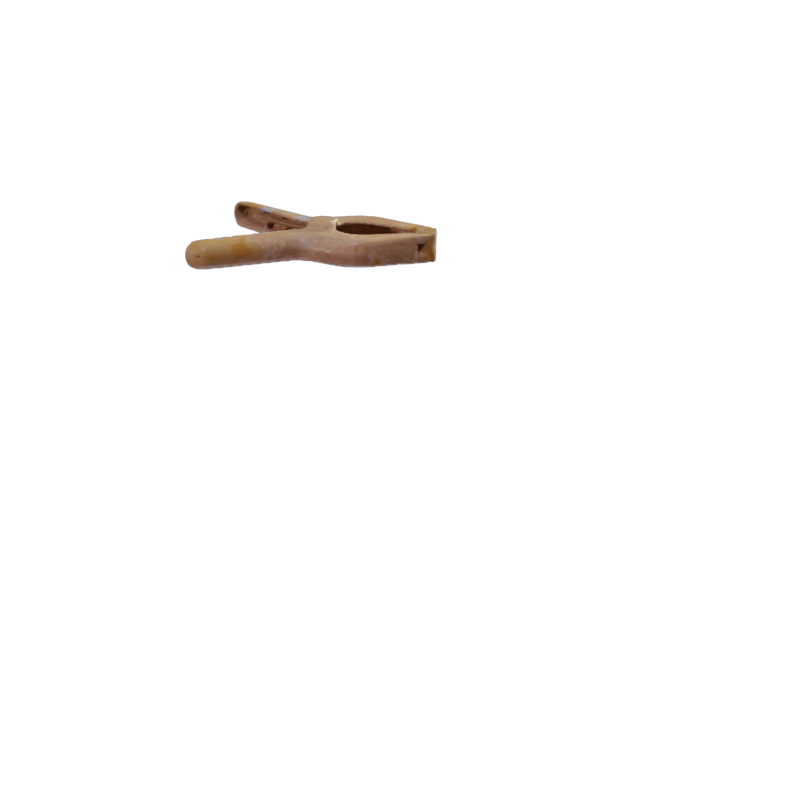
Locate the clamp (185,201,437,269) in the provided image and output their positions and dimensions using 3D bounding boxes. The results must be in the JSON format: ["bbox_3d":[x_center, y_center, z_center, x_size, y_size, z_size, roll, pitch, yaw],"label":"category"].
[{"bbox_3d":[-0.076,-0.138,0.969,0.215,0.035,0.168,7,24,15],"label":"clamp"}]
